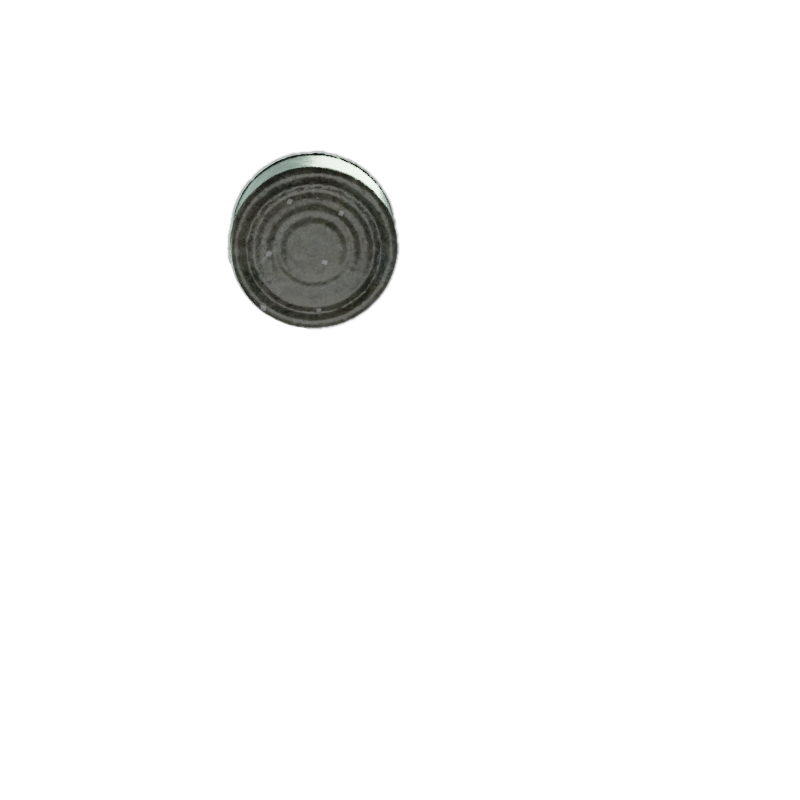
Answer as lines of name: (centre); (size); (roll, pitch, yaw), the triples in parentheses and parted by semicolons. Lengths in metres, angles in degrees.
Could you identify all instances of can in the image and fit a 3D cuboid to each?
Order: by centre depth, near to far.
can: (-0.044, -0.080, 0.564); (0.086, 0.082, 0.035); (0, 19, -1)
